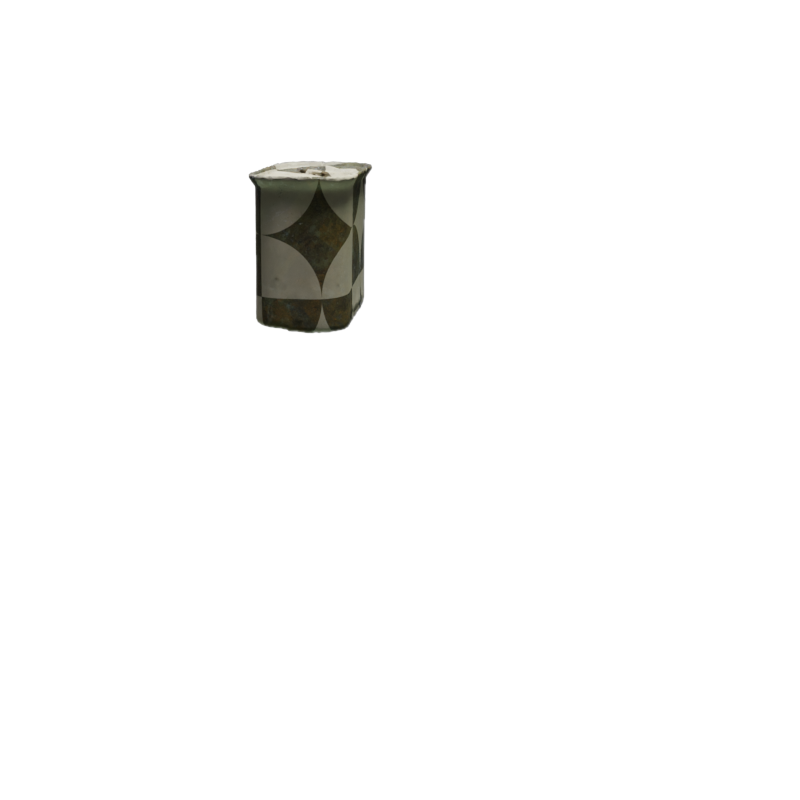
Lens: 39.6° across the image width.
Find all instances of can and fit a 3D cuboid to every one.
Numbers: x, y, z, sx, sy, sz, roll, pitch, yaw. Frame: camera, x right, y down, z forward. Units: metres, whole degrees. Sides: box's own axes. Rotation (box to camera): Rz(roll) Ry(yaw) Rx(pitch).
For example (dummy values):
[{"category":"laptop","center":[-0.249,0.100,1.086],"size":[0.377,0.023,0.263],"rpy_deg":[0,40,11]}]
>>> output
[{"category":"can","center":[-0.049,-0.090,0.628],"size":[0.058,0.082,0.104],"rpy_deg":[2,14,7]}]
